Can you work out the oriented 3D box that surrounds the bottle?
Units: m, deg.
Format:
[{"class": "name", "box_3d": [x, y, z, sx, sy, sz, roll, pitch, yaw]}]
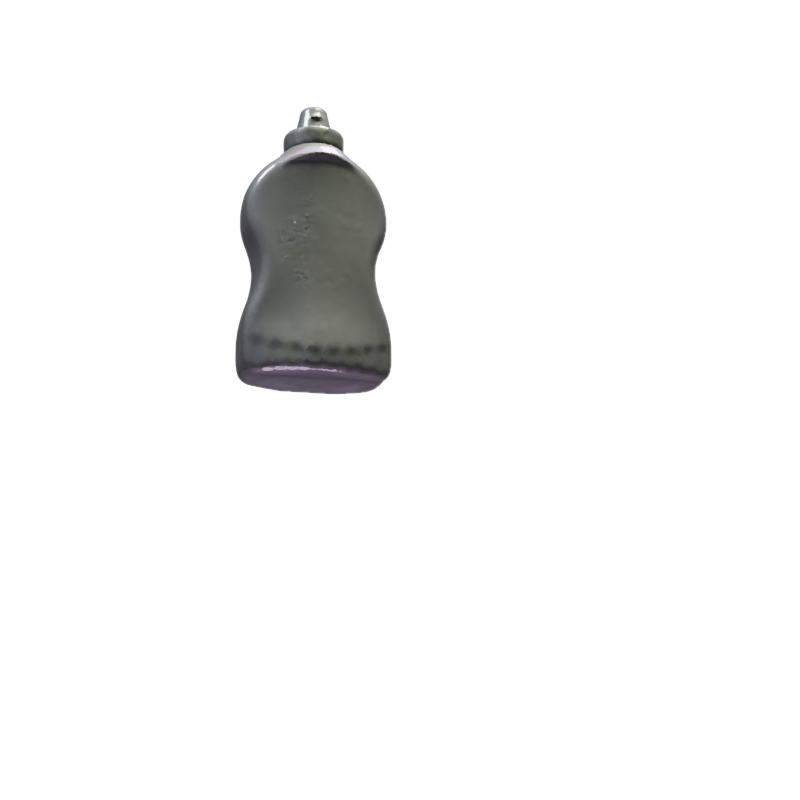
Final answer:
[{"class": "bottle", "box_3d": [-0.057, -0.104, 0.725, 0.094, 0.201, 0.056, 3, -22, -12]}]
